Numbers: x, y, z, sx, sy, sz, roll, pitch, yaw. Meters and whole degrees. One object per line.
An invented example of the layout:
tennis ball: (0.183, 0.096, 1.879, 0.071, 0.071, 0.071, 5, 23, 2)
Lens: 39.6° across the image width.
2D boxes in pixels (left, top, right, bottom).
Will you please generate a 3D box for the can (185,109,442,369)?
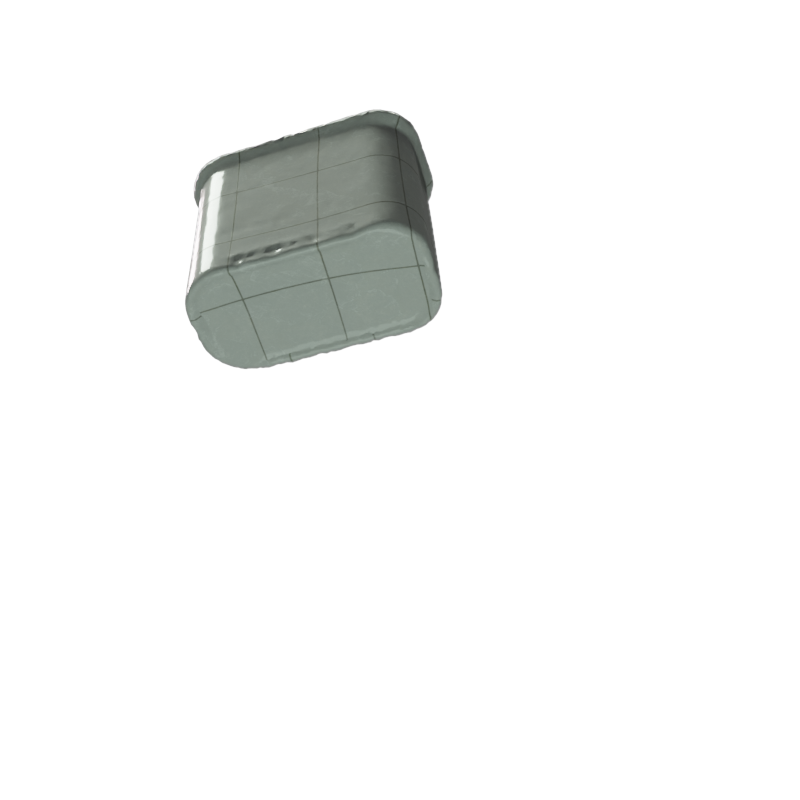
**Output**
can: (-0.035, -0.064, 0.451, 0.102, 0.053, 0.090, -15, 39, 10)
